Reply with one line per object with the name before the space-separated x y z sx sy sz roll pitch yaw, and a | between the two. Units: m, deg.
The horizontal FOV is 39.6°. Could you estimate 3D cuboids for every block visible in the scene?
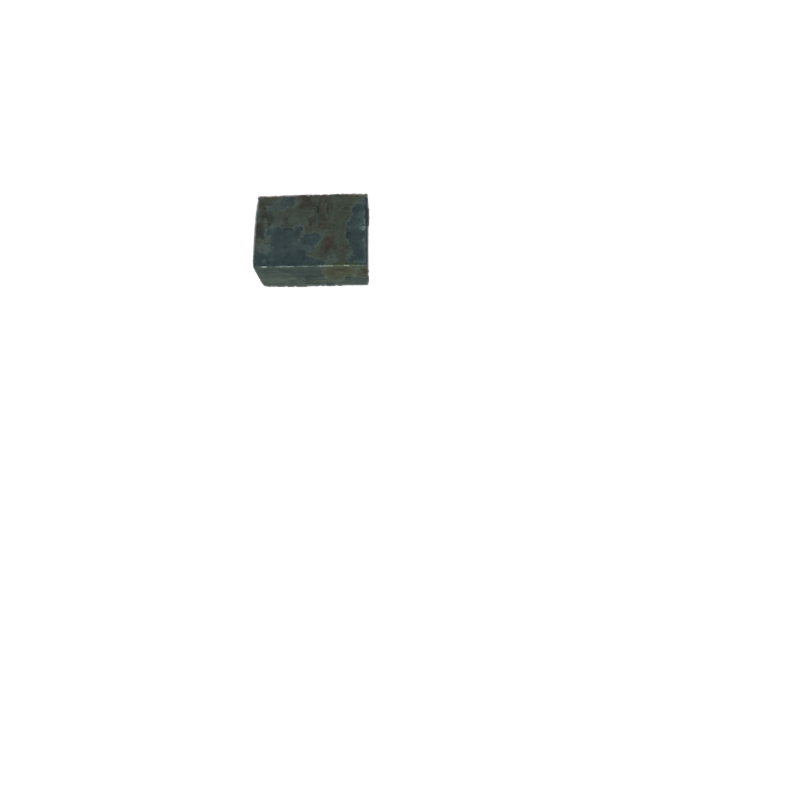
block | -0.060 -0.110 0.769 0.078 0.053 0.051 -1 -14 2
